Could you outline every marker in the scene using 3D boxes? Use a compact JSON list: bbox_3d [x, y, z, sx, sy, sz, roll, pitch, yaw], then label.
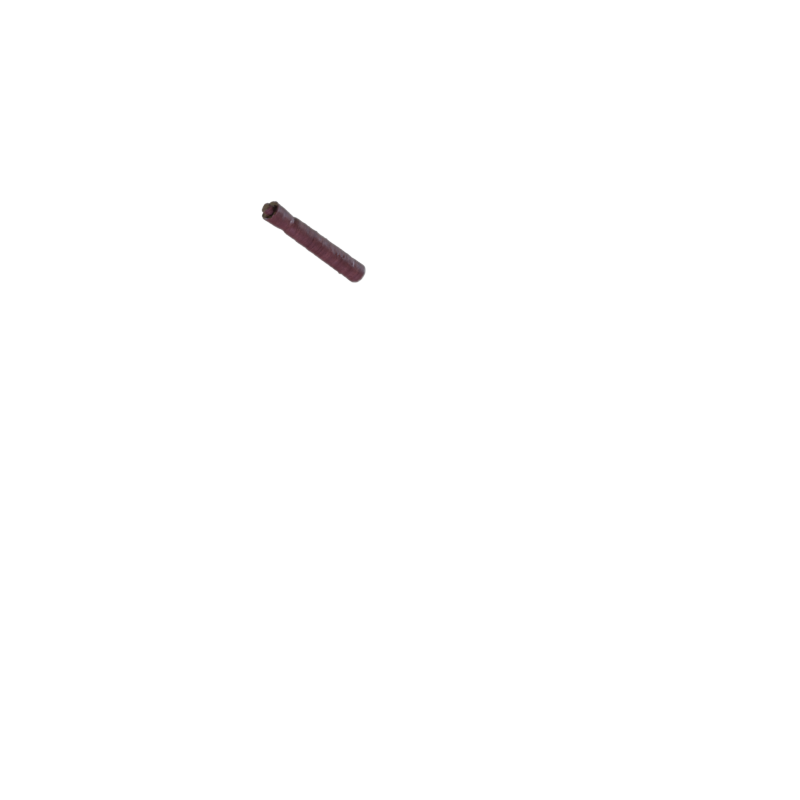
[{"bbox_3d":[-0.075,-0.138,0.964,0.113,0.020,0.021,33,-18,-37],"label":"marker"}]
